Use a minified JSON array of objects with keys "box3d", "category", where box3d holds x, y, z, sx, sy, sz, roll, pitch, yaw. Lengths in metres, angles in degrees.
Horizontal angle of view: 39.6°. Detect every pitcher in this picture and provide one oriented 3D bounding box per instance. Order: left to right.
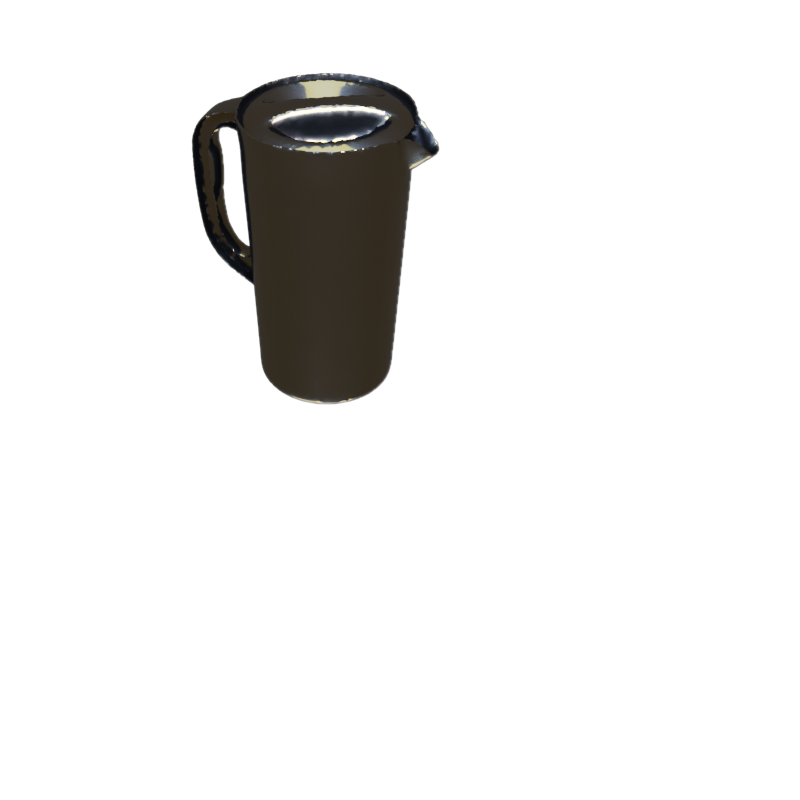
[{"box3d":[-0.067,-0.123,0.859,0.143,0.228,0.161,-16,39,-24],"category":"pitcher"}]
